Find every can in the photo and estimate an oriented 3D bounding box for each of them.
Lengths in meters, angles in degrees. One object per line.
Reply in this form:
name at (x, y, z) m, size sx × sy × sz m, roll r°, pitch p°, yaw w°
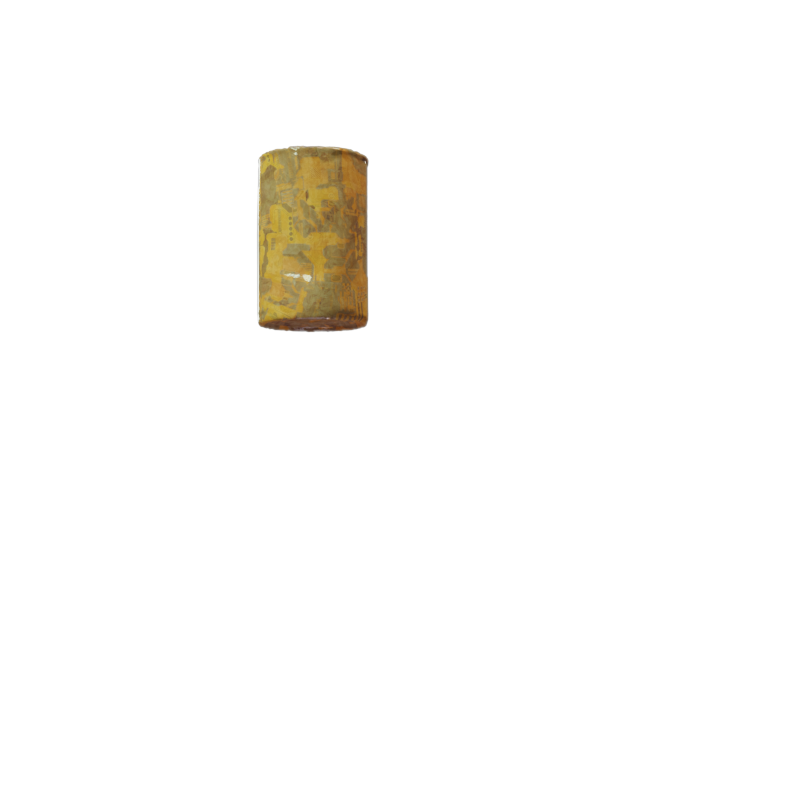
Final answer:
can at (-0.052, -0.095, 0.669) m, size 0.068 × 0.105 × 0.067 m, roll 0°, pitch -9°, yaw -2°
